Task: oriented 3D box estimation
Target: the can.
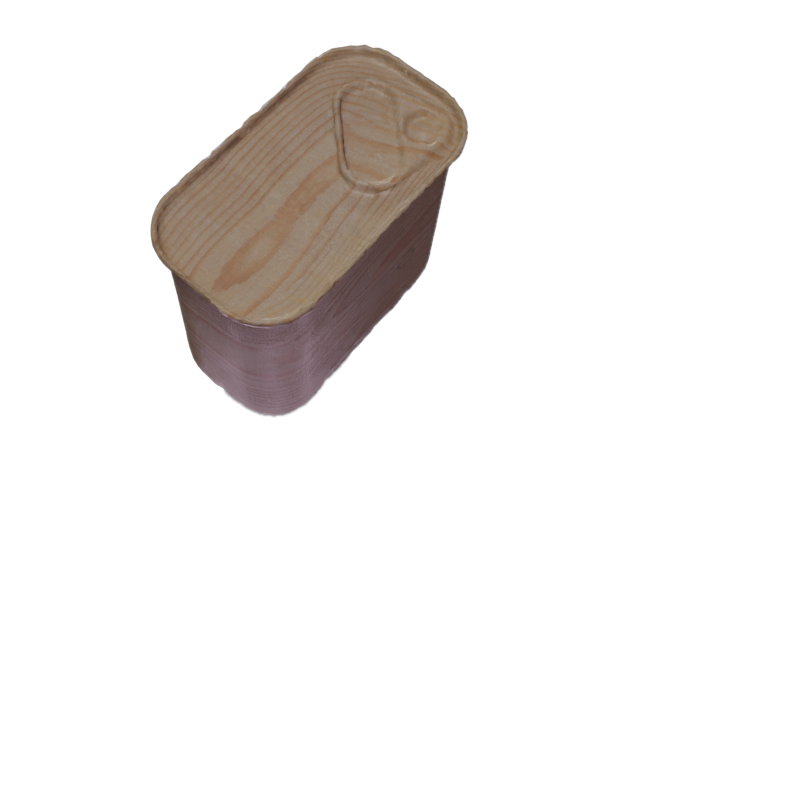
[{"bbox_3d":[-0.029,-0.052,0.365,0.060,0.104,0.079,37,-21,13],"label":"can"}]
